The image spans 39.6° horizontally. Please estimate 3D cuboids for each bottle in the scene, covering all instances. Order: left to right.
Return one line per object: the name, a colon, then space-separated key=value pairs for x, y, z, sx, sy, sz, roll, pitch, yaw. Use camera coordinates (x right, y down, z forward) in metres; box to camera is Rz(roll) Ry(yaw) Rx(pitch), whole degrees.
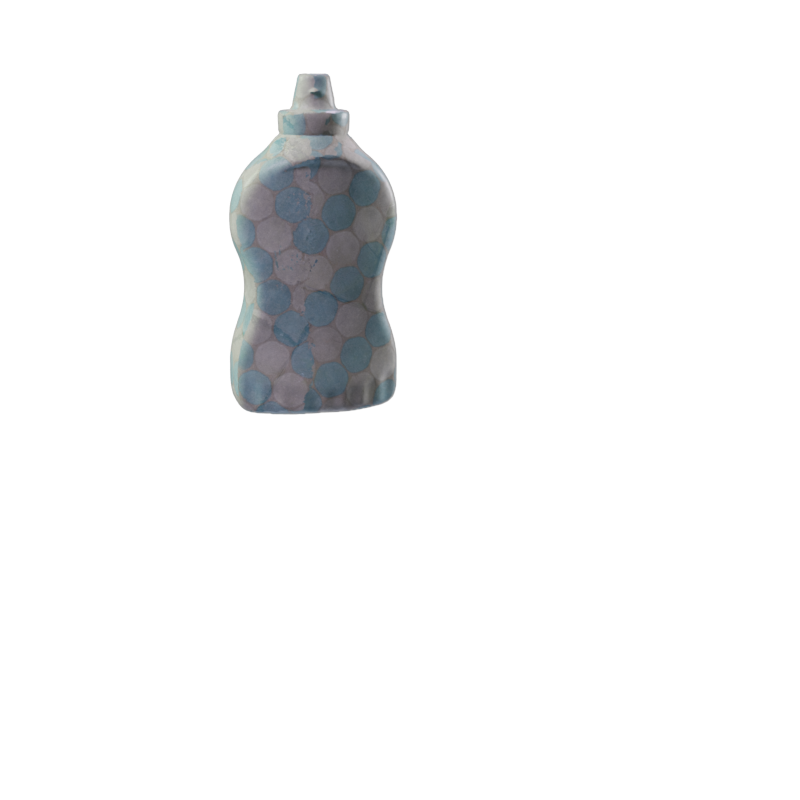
bottle: x=-0.050 y=-0.091 z=0.639 sx=0.095 sy=0.188 sz=0.060 roll=-2 pitch=9 yaw=-12
